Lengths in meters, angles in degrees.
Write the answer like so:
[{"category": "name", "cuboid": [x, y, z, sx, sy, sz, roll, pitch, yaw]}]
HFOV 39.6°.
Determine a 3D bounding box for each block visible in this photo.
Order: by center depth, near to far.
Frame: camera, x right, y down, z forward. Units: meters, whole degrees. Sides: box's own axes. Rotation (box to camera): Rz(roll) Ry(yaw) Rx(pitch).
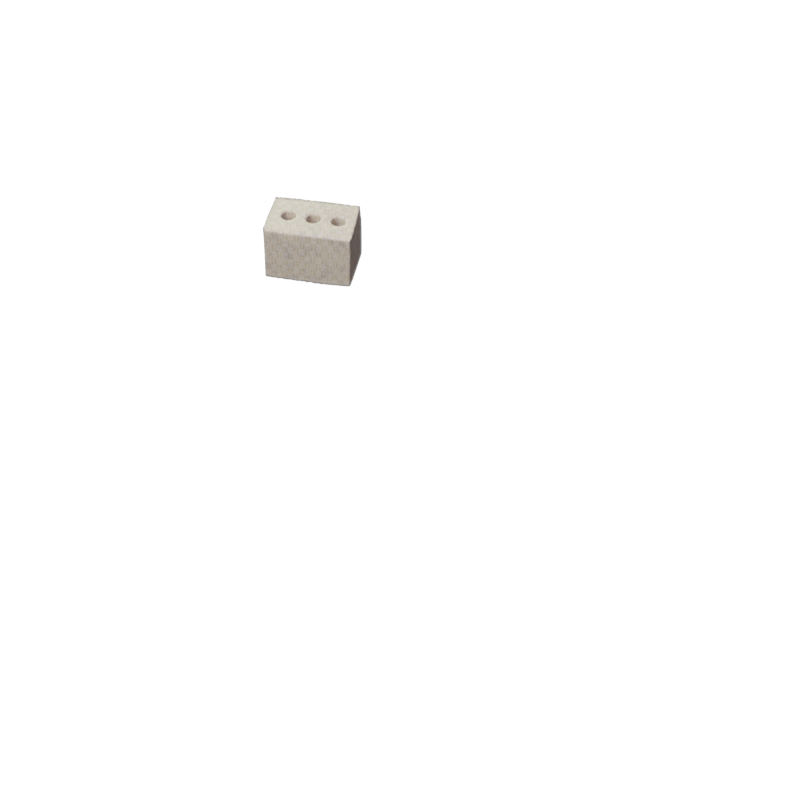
[{"category": "block", "cuboid": [-0.075, -0.137, 0.960, 0.079, 0.048, 0.056, 7, 40, 7]}]
